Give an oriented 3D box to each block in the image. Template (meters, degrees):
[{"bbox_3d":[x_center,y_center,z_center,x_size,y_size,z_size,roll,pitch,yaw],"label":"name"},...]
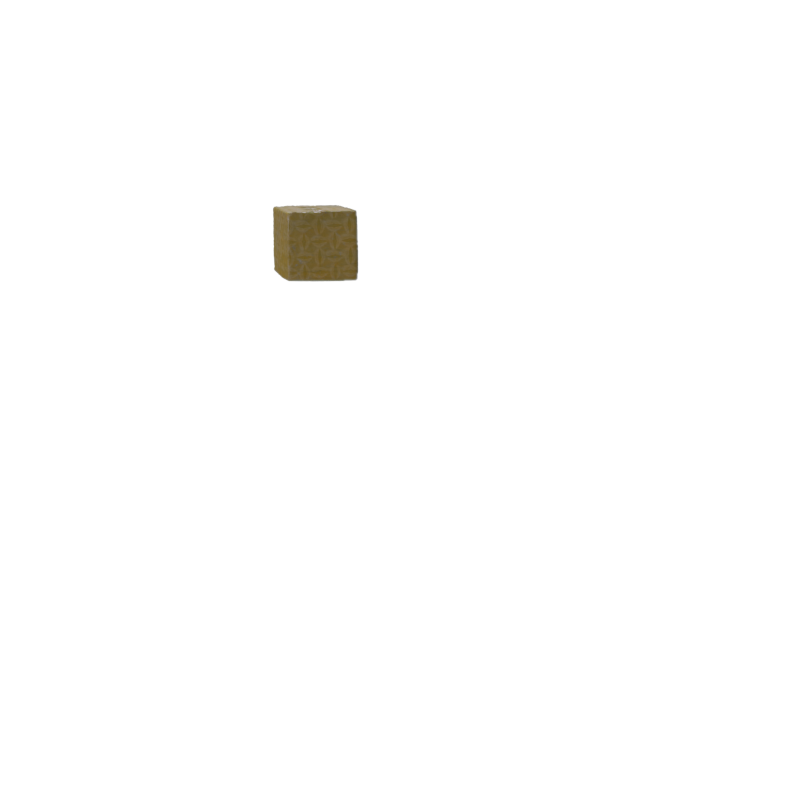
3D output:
[{"bbox_3d":[-0.065,-0.119,0.832,0.052,0.050,0.081,-2,11,-14],"label":"block"}]
